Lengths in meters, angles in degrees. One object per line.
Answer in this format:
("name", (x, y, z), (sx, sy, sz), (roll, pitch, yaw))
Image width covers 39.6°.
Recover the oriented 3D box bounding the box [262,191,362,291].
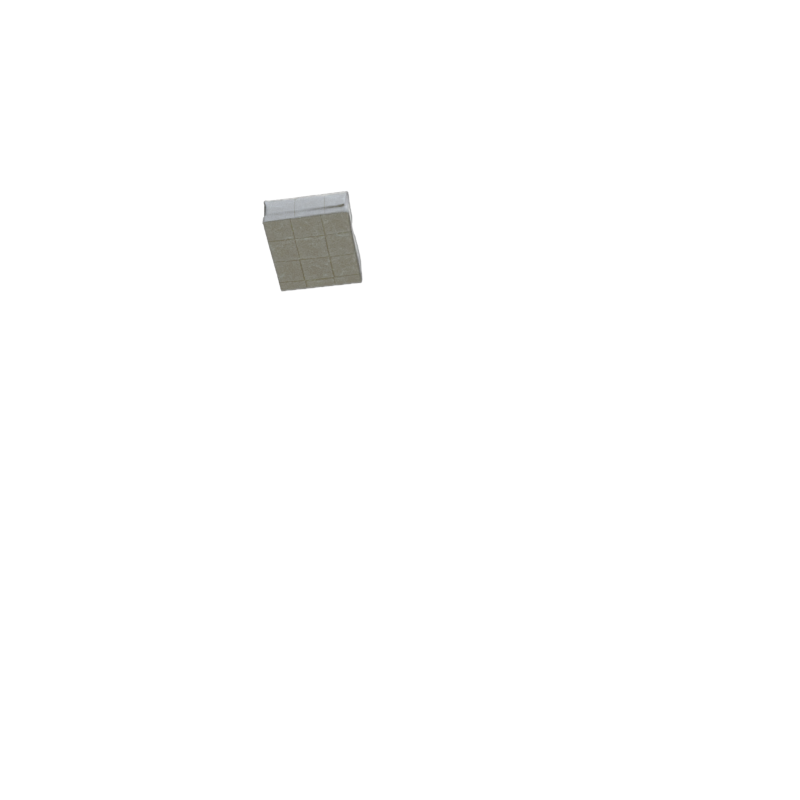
("box", (-0.075, -0.136, 0.952), (0.073, 0.032, 0.082), (-6, -43, 5))
